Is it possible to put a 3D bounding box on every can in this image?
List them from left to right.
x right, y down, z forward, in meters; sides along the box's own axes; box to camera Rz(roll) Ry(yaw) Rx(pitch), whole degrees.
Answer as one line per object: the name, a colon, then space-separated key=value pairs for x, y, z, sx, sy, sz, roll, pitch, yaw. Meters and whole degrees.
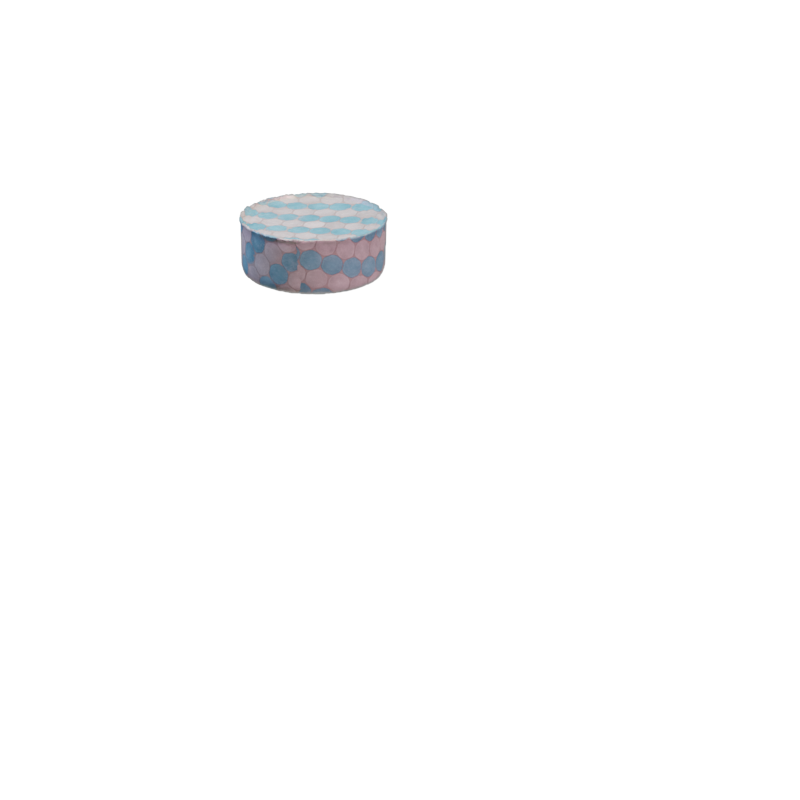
can: x=-0.051 y=-0.092 z=0.647 sx=0.086 sy=0.032 sz=0.091 roll=-1 pitch=26 yaw=-2
